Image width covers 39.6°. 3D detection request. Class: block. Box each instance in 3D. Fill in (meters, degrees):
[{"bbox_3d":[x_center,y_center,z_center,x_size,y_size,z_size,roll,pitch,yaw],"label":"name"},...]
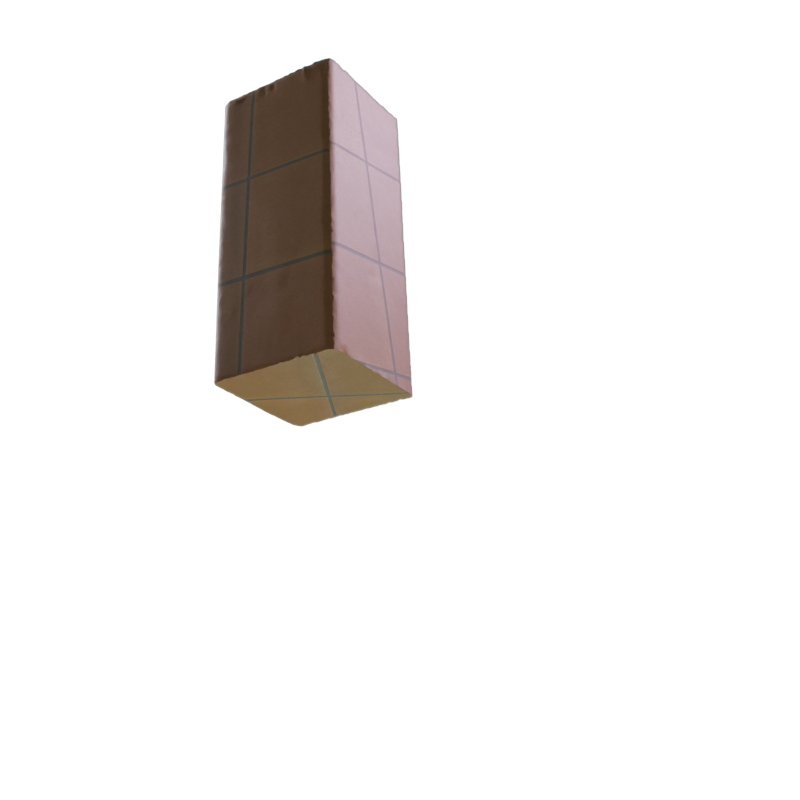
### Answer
[{"bbox_3d":[-0.056,-0.102,0.713,0.092,0.219,0.084,-18,-32,28],"label":"block"}]
